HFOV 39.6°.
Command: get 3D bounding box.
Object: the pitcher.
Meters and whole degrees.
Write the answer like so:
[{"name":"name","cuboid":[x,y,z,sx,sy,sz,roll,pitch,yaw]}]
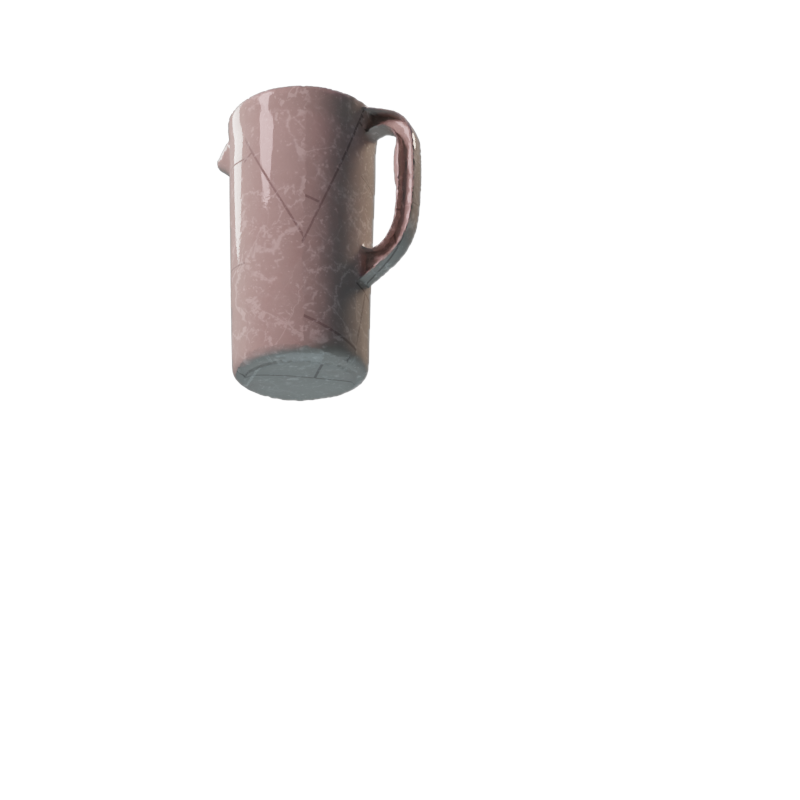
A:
[{"name":"pitcher","cuboid":[-0.072,-0.131,0.918,0.140,0.257,0.146,9,-27,-21]}]
